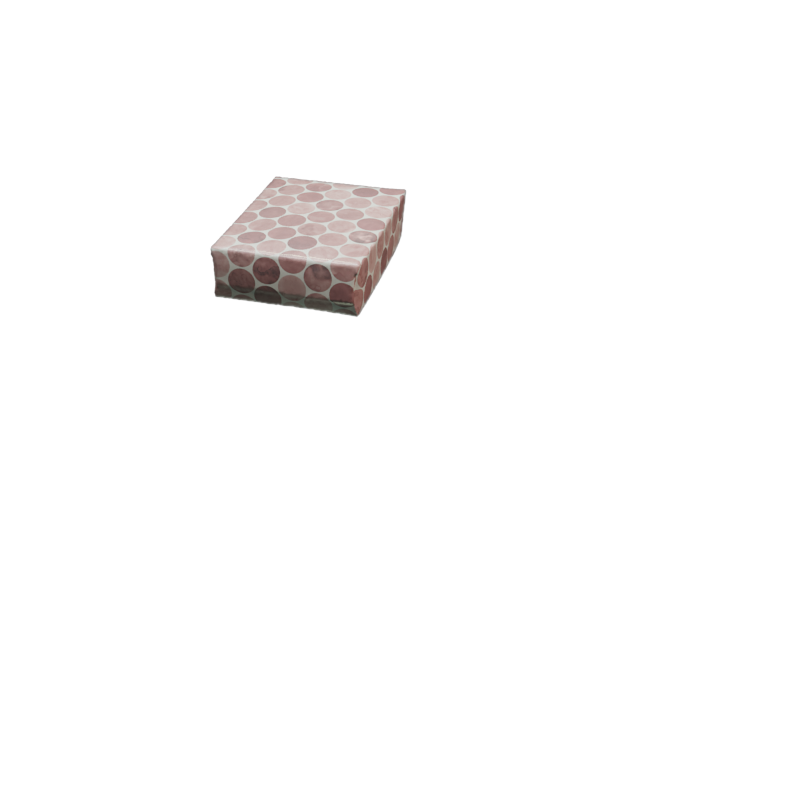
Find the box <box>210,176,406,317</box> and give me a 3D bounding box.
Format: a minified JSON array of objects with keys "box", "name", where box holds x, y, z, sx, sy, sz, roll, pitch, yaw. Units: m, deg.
[{"box":[-0.053,-0.096,0.674,0.092,0.037,0.117,8,31,13],"name":"box"}]
